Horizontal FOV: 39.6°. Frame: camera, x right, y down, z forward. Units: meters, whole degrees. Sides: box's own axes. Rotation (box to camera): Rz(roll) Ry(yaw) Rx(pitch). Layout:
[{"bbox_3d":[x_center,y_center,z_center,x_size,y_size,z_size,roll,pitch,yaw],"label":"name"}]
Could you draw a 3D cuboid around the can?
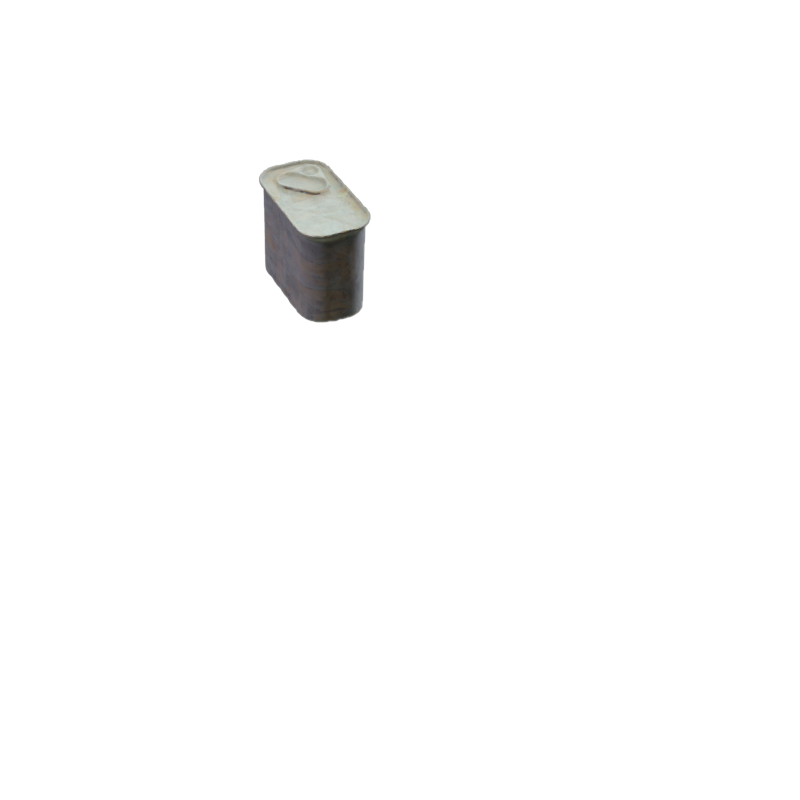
[{"bbox_3d":[-0.066,-0.119,0.836,0.057,0.078,0.110,-16,43,-21],"label":"can"}]
